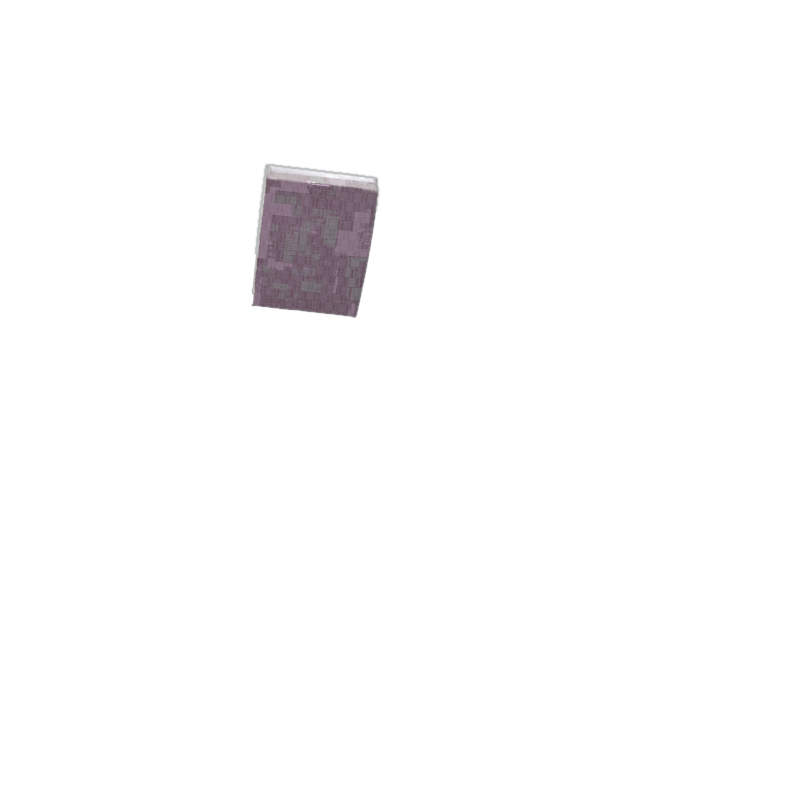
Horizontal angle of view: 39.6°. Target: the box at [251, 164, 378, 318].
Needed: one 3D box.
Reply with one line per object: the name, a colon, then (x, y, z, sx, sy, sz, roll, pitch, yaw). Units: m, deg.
box: (-0.069, -0.126, 0.883, 0.089, 0.109, 0.041, 8, 20, -4)
